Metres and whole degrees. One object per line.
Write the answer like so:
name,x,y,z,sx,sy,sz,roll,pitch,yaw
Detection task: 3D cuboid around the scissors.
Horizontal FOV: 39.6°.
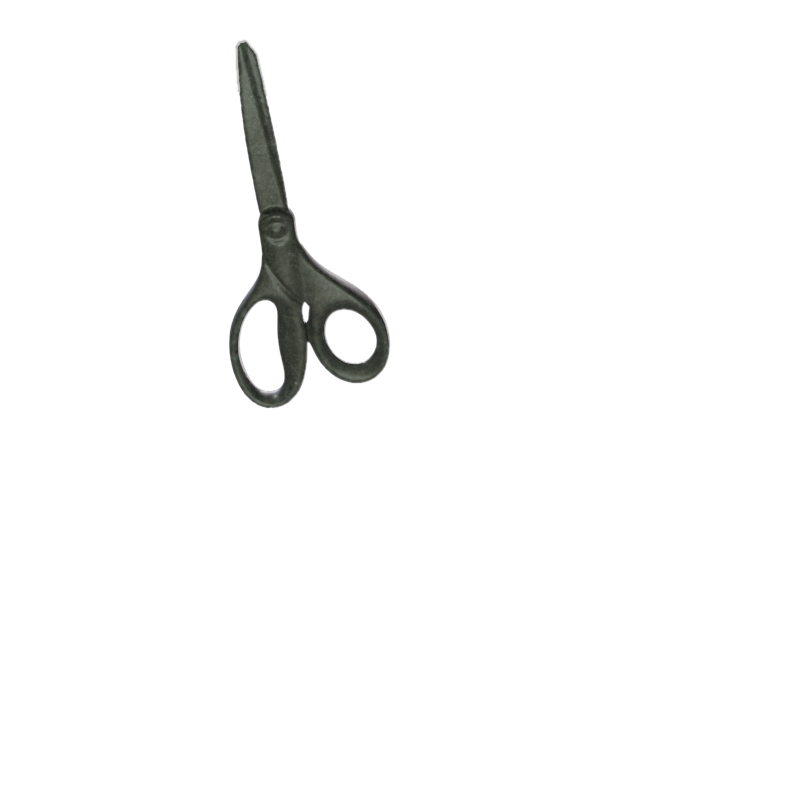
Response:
scissors,-0.045,-0.082,0.576,0.096,0.192,0.017,7,26,-4
